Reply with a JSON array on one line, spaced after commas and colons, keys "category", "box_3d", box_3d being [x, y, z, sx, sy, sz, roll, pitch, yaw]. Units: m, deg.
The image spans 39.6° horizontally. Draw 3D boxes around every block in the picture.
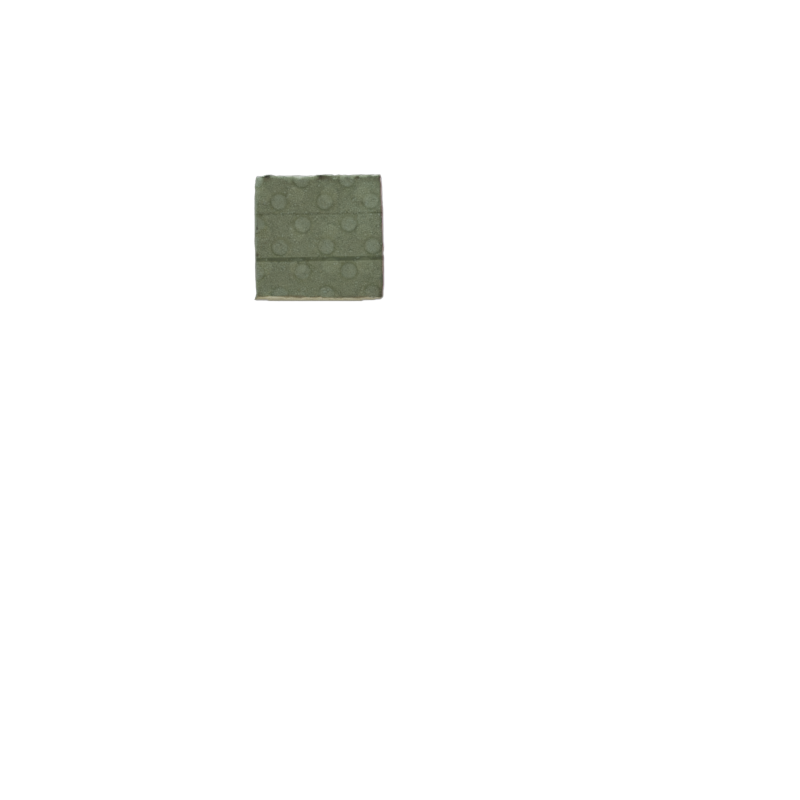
[{"category": "block", "box_3d": [-0.038, -0.069, 0.482, 0.052, 0.051, 0.079, 0, 2, -7]}]
